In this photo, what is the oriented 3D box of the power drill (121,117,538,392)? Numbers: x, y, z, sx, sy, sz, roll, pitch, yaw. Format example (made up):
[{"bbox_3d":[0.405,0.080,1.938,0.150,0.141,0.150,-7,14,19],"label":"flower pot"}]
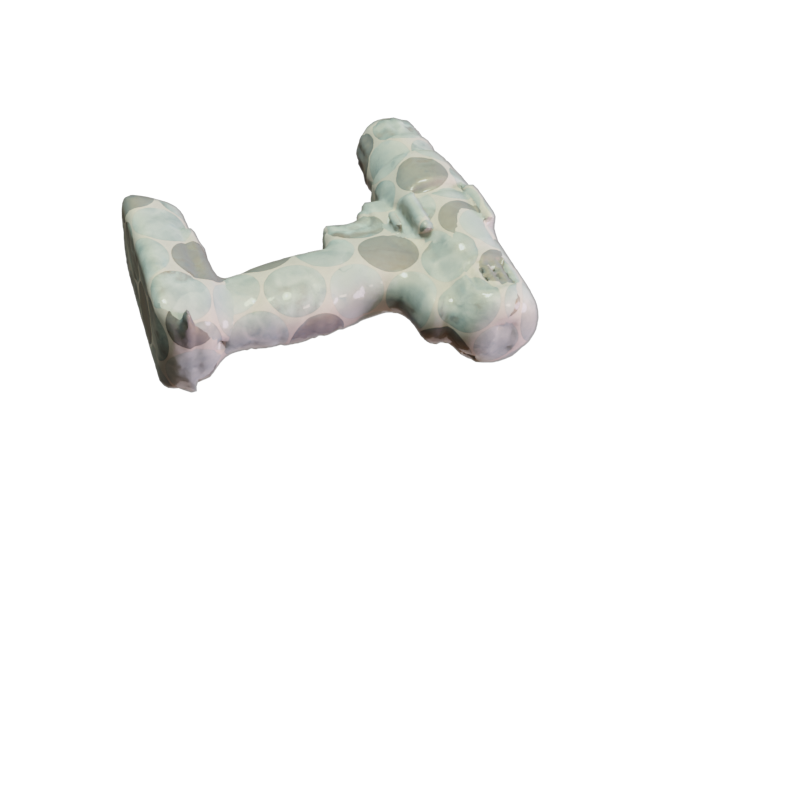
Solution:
[{"bbox_3d":[-0.045,-0.082,0.573,0.185,0.053,0.200,-12,43,-14],"label":"power drill"}]
